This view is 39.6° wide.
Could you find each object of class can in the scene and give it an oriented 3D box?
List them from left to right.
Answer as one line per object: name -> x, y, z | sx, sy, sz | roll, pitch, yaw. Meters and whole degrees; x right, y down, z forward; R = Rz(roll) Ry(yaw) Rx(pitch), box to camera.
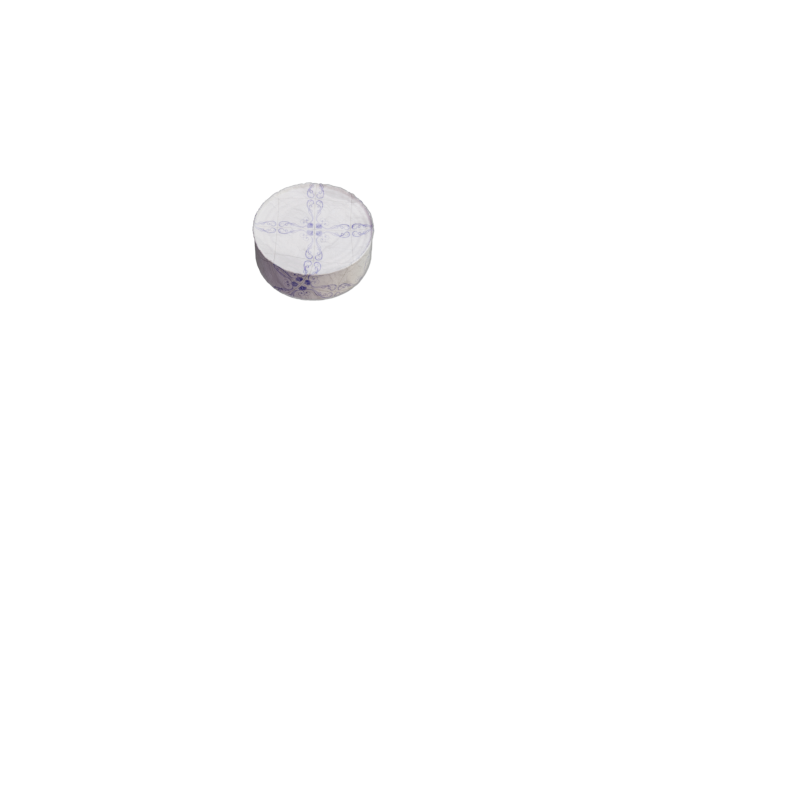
can -> -0.062, -0.113, 0.794 | 0.086, 0.092, 0.031 | -1, -37, -1
